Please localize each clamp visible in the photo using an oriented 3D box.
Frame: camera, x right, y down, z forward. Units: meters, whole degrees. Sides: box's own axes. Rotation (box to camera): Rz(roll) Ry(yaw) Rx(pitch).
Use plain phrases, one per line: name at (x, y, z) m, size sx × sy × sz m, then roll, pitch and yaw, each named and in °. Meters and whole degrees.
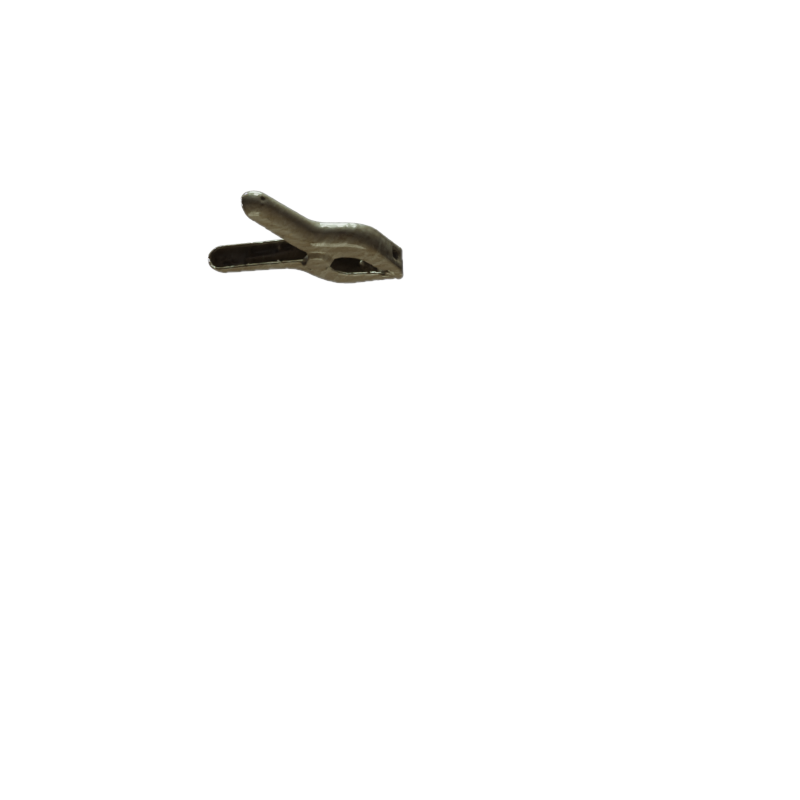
clamp at (-0.075, -0.136, 0.952) m, size 0.169 × 0.041 × 0.117 m, roll 3°, pitch -17°, yaw -11°
